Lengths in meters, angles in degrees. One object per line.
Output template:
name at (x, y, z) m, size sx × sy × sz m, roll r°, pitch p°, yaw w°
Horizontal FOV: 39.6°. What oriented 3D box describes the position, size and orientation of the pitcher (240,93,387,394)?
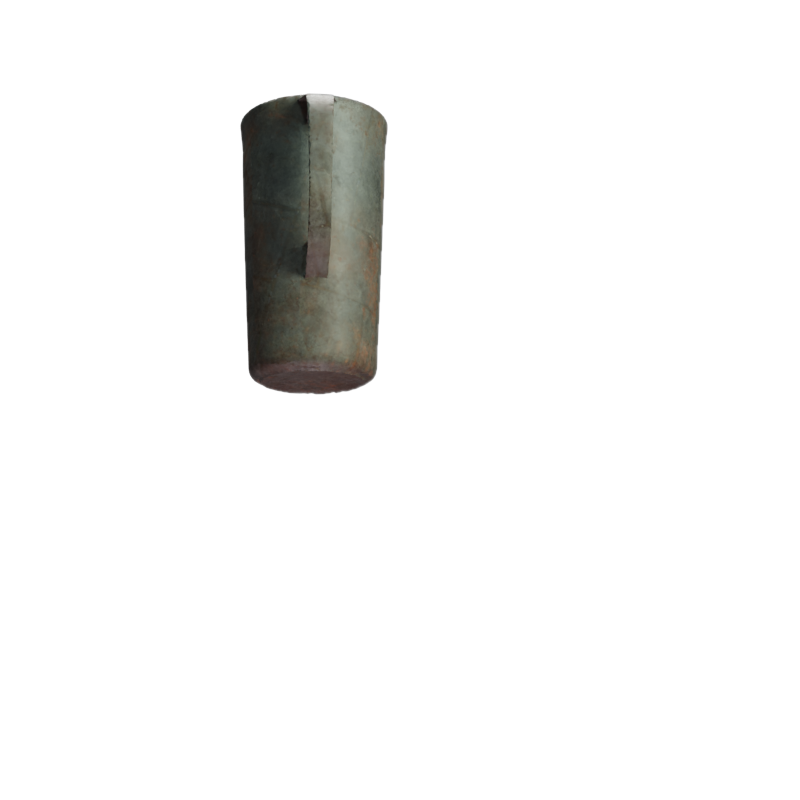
pitcher at (-0.075, -0.137, 0.956) m, size 0.147 × 0.254 × 0.140 m, roll -14°, pitch -22°, yaw 36°
